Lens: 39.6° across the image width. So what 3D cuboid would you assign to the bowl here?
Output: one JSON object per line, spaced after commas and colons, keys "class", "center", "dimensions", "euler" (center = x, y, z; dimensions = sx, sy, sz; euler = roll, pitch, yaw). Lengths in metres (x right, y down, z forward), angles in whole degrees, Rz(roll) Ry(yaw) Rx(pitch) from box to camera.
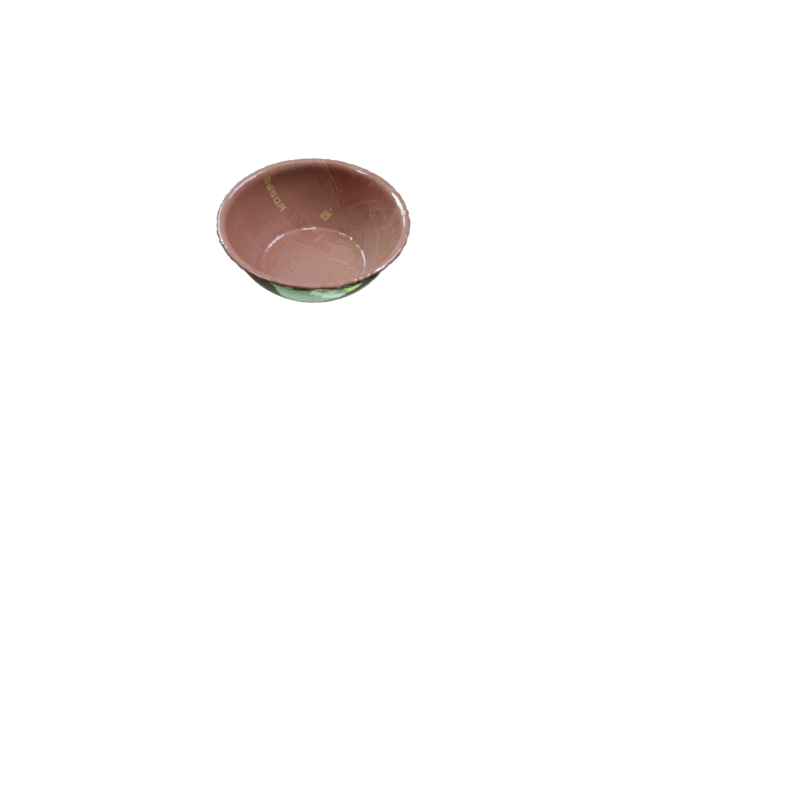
{"class": "bowl", "center": [-0.074, -0.134, 0.940], "dimensions": [0.162, 0.174, 0.051], "euler": [-1, -42, -1]}
